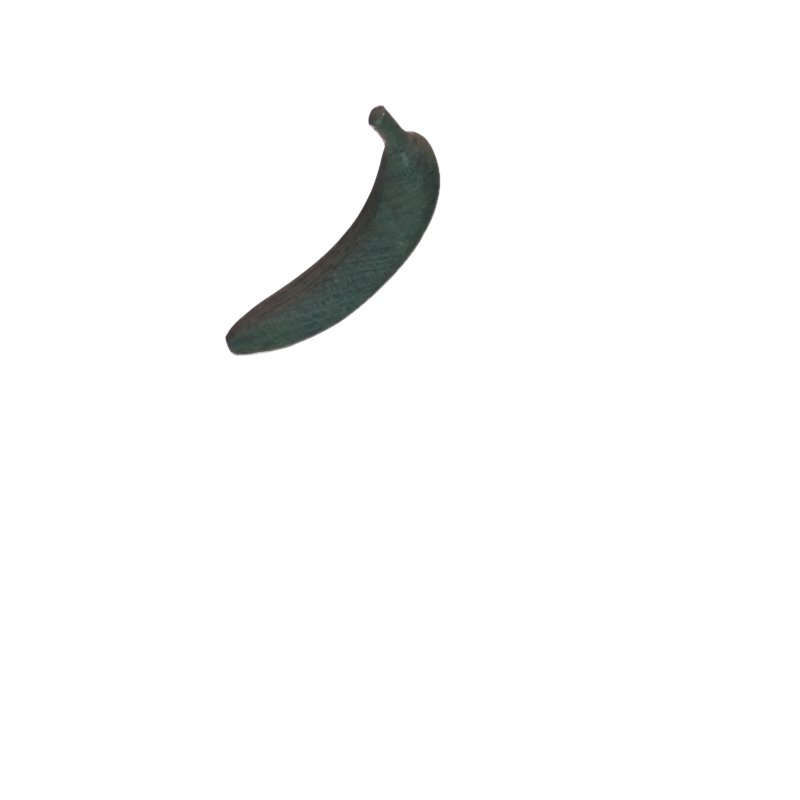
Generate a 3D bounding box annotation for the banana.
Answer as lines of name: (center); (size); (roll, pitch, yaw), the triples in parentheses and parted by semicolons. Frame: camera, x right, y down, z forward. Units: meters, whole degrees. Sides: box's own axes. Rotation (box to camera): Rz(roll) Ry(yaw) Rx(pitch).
banana: (-0.031, -0.086, 0.624); (0.067, 0.039, 0.191); (21, -49, -21)
